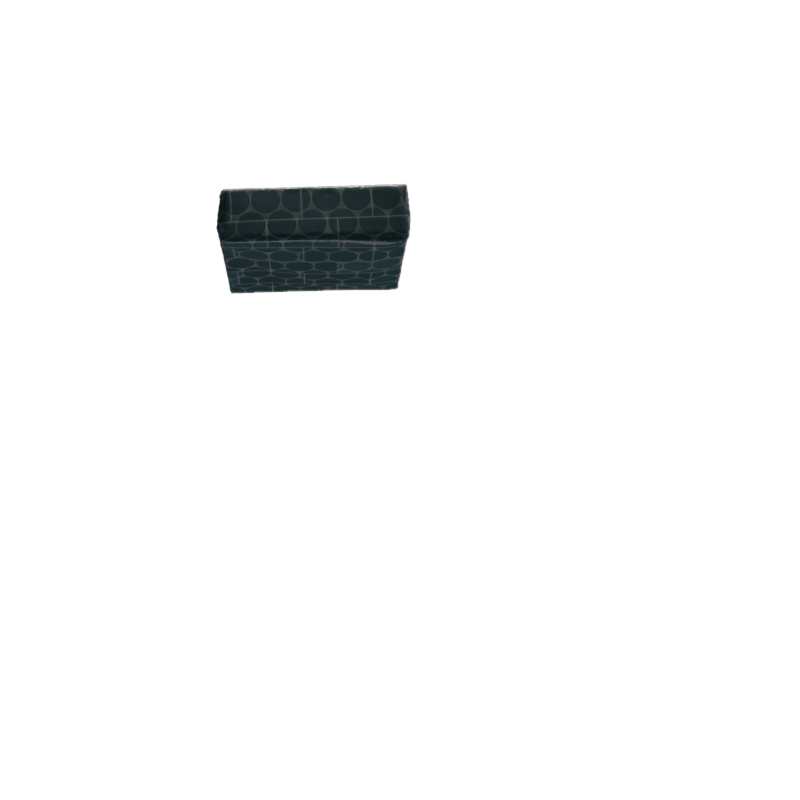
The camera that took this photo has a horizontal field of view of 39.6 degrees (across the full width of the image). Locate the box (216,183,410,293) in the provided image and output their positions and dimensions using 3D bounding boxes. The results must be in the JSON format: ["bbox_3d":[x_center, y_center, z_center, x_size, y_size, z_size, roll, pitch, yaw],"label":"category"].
[{"bbox_3d":[-0.054,-0.098,0.684,0.113,0.041,0.086,0,-16,-2],"label":"box"}]
